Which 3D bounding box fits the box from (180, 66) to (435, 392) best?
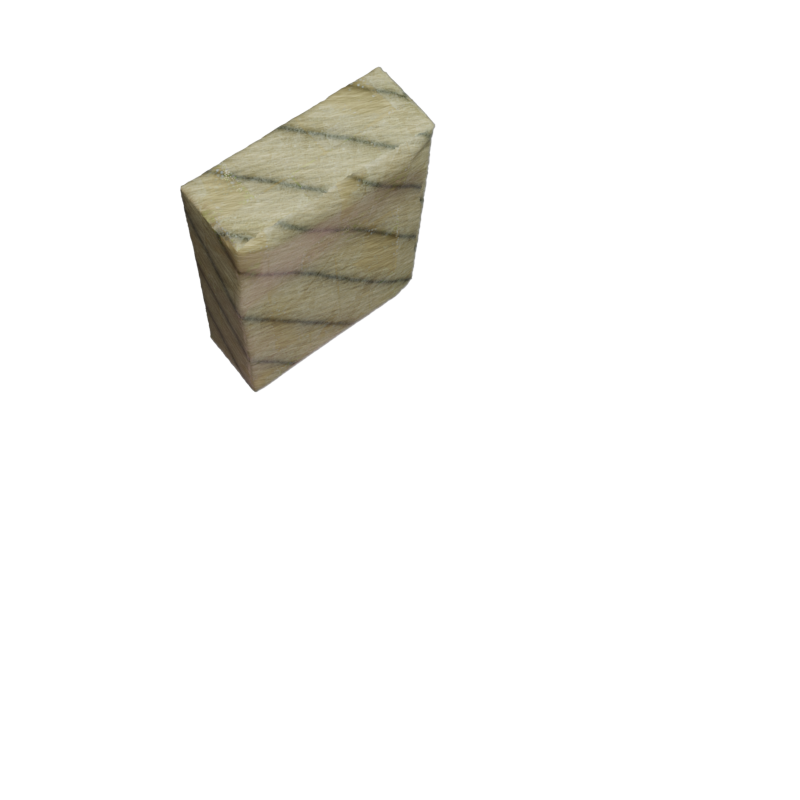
[{"bbox_3d":[-0.062,-0.114,0.796,0.165,0.076,0.202,-36,-18,-18],"label":"box"}]
